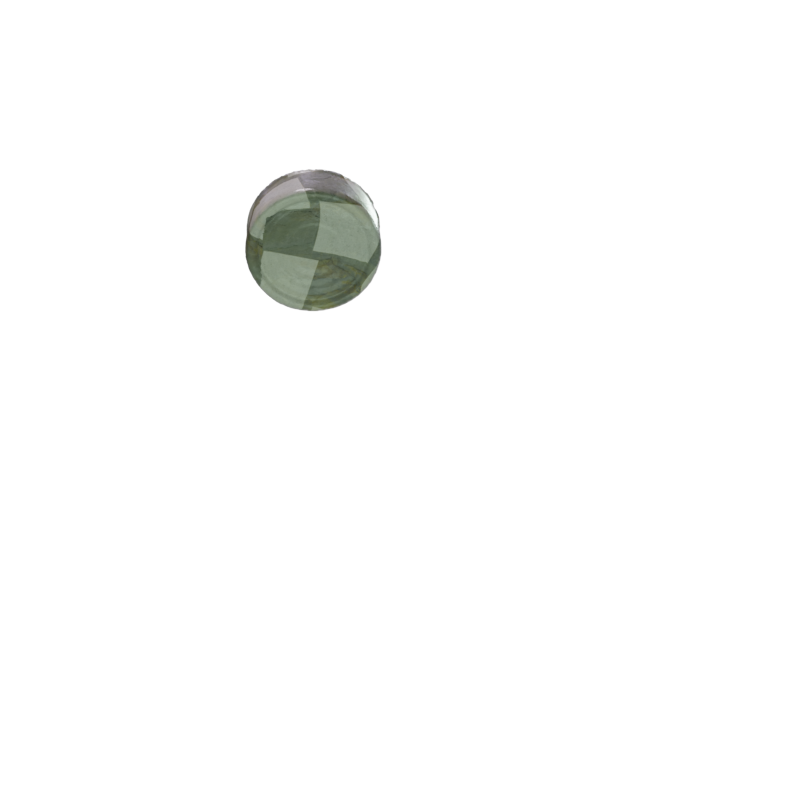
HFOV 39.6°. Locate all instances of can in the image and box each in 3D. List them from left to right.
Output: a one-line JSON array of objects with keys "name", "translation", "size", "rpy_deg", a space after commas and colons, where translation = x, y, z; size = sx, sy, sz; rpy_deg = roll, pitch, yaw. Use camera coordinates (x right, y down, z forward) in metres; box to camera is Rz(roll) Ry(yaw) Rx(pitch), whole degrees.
[{"name": "can", "translation": [-0.055, -0.099, 0.697], "size": [0.086, 0.081, 0.036], "rpy_deg": [1, 28, -1]}]
